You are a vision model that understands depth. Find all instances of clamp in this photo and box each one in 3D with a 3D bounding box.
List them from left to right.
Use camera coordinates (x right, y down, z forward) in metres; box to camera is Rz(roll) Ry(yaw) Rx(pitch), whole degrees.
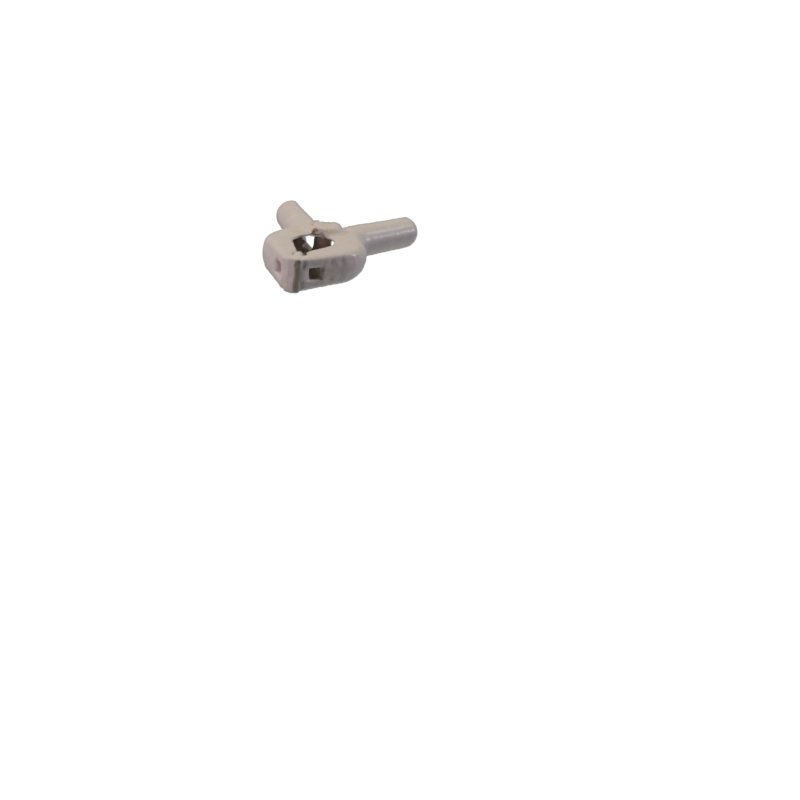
[{"bbox_3d":[-0.068,-0.125,0.875,0.124,0.038,0.172,8,21,21],"label":"clamp"}]
